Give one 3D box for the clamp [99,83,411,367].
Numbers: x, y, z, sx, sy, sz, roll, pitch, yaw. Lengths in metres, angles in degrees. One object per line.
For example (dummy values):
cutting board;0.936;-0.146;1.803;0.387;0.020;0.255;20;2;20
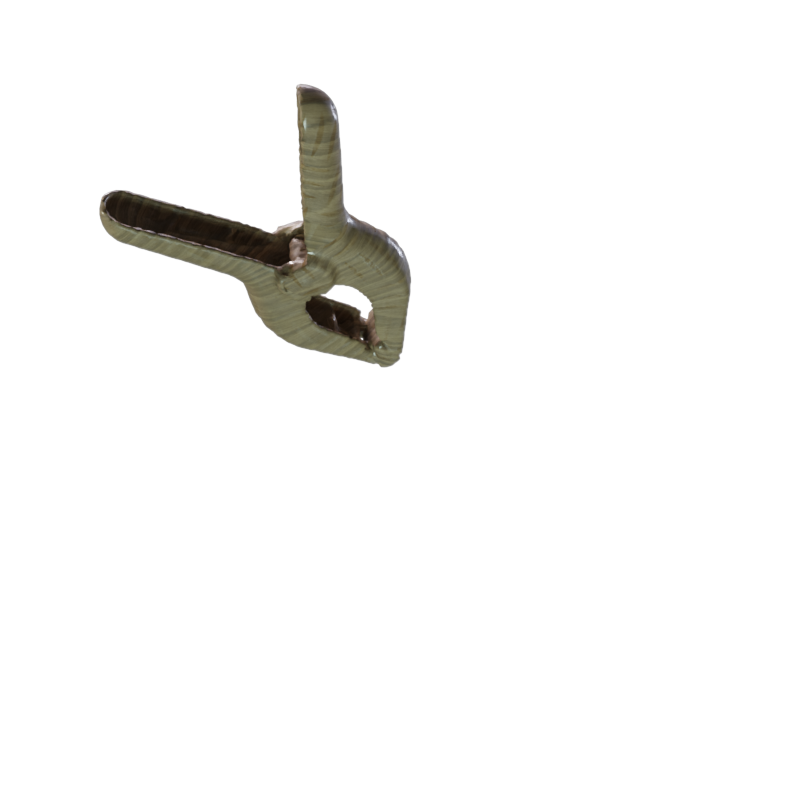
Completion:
clamp;-0.041;-0.074;0.520;0.120;0.042;0.160;-26;-42;32
